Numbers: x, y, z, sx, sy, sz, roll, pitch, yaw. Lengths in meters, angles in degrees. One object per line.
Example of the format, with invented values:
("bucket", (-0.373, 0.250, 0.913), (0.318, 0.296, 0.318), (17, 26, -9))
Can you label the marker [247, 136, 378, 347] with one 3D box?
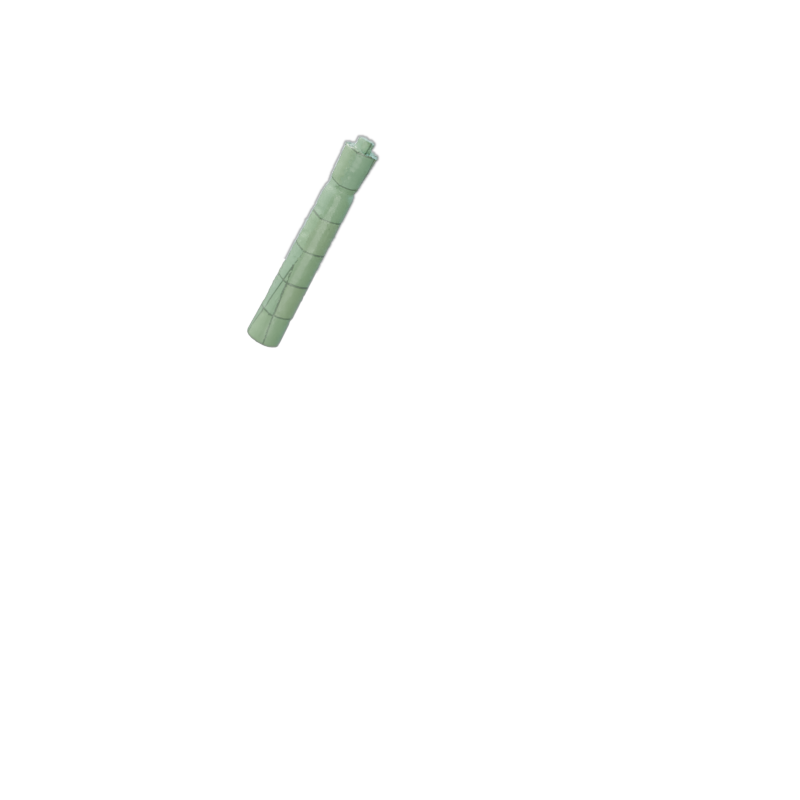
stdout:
("marker", (-0.045, -0.082, 0.575), (0.019, 0.118, 0.021), (27, 16, -12))
